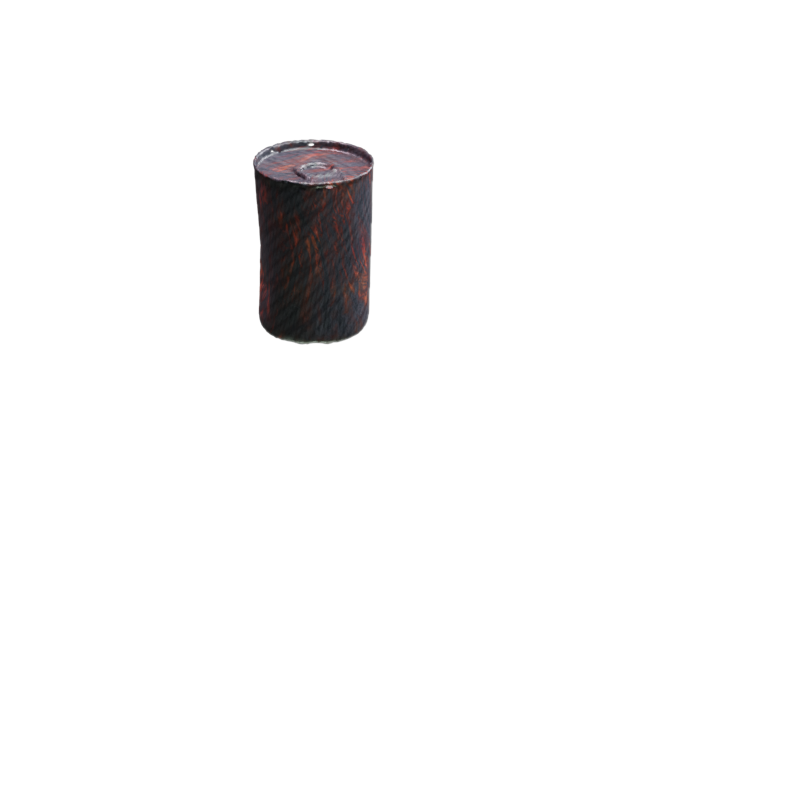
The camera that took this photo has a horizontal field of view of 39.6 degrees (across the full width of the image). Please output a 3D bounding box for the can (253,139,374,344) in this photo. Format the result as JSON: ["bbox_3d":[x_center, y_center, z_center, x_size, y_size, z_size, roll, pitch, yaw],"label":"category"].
[{"bbox_3d":[-0.050,-0.092,0.642,0.068,0.097,0.073,0,28,-2],"label":"can"}]
